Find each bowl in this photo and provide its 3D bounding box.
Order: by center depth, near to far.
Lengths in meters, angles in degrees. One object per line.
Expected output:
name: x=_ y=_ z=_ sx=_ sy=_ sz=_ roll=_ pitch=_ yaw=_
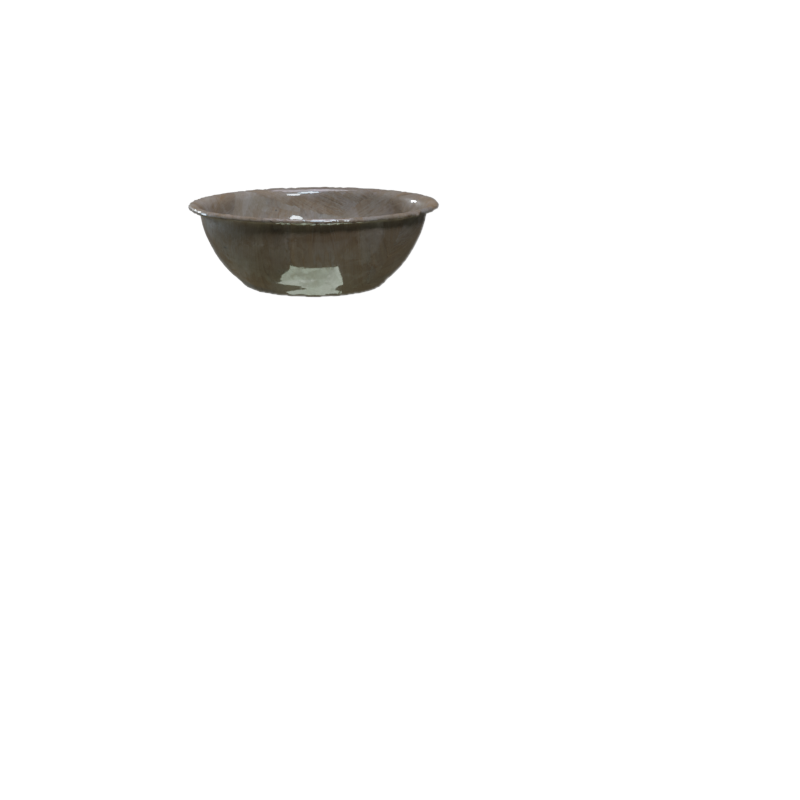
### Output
bowl: x=-0.057 y=-0.103 z=0.722 sx=0.162 sy=0.053 sz=0.168 roll=-1 pitch=17 yaw=-2
